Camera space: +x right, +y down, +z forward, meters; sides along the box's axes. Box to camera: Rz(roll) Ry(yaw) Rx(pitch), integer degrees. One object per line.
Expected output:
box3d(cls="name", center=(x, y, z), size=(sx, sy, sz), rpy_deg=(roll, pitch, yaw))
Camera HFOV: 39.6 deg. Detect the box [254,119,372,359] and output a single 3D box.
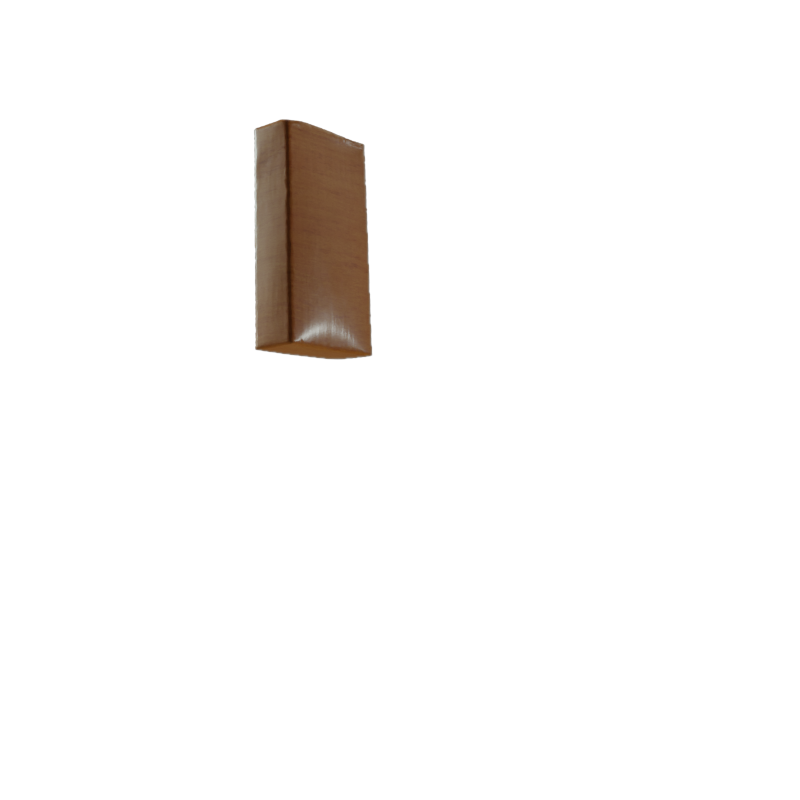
box3d(cls="box", center=(-0.067, -0.123, 0.861), size=(0.049, 0.182, 0.088), rpy_deg=(-12, -16, 40))
